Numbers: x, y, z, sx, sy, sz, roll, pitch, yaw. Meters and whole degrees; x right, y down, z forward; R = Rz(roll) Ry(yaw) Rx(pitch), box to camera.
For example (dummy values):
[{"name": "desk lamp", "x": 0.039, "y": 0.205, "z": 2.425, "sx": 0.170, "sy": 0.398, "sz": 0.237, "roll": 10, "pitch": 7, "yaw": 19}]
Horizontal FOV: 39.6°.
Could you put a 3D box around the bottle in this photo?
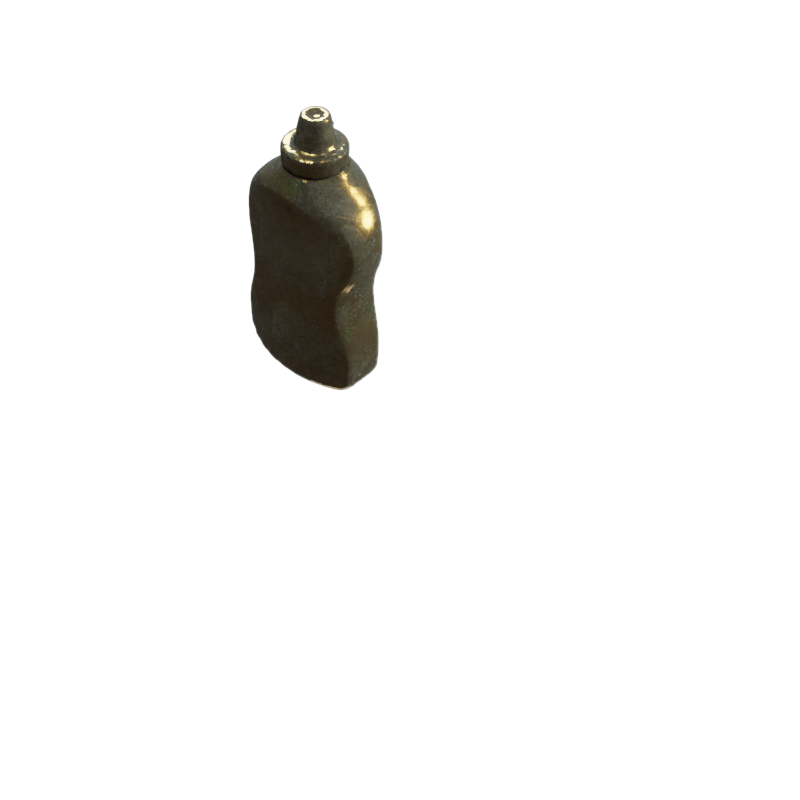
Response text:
[{"name": "bottle", "x": -0.054, "y": -0.100, "z": 0.699, "sx": 0.058, "sy": 0.179, "sz": 0.103, "roll": -32, "pitch": 54, "yaw": -31}]
